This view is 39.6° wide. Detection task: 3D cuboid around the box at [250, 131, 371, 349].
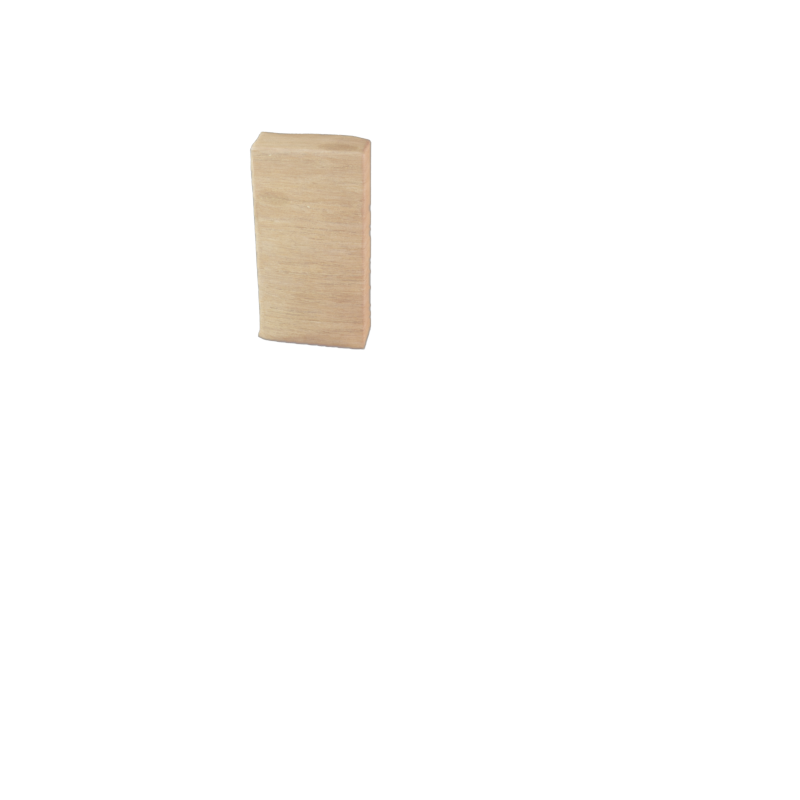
[{"bbox_3d":[-0.071,-0.129,0.906,0.095,0.167,0.050,6,26,9],"label":"box"}]
